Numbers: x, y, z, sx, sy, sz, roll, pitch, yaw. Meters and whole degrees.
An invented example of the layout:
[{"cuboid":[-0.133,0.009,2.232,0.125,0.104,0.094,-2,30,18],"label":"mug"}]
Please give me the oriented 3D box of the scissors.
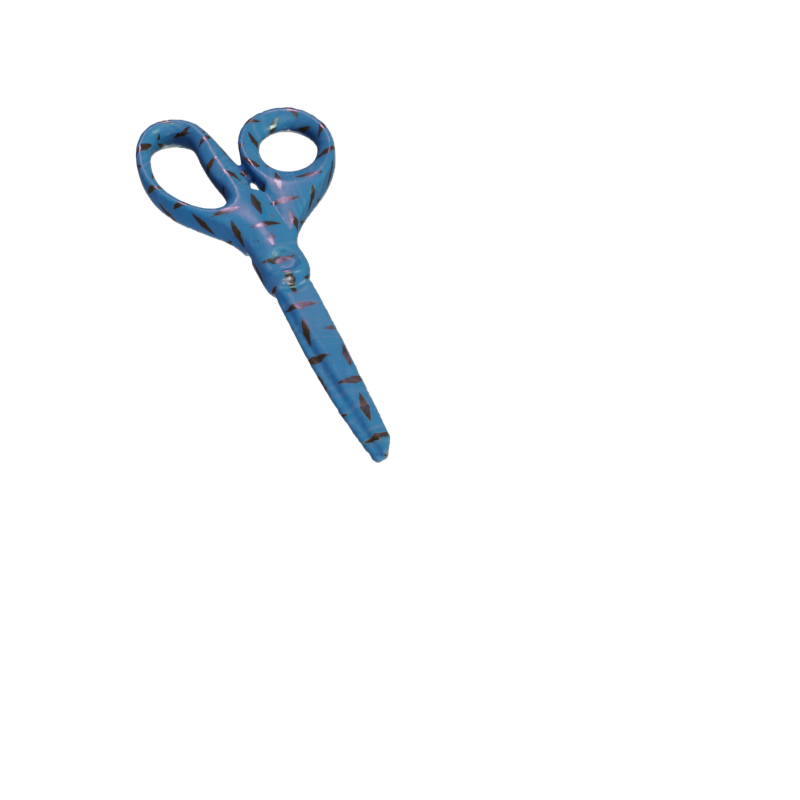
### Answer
[{"cuboid":[-0.035,-0.065,0.453,0.096,0.015,0.217,-29,54,-24],"label":"scissors"}]
